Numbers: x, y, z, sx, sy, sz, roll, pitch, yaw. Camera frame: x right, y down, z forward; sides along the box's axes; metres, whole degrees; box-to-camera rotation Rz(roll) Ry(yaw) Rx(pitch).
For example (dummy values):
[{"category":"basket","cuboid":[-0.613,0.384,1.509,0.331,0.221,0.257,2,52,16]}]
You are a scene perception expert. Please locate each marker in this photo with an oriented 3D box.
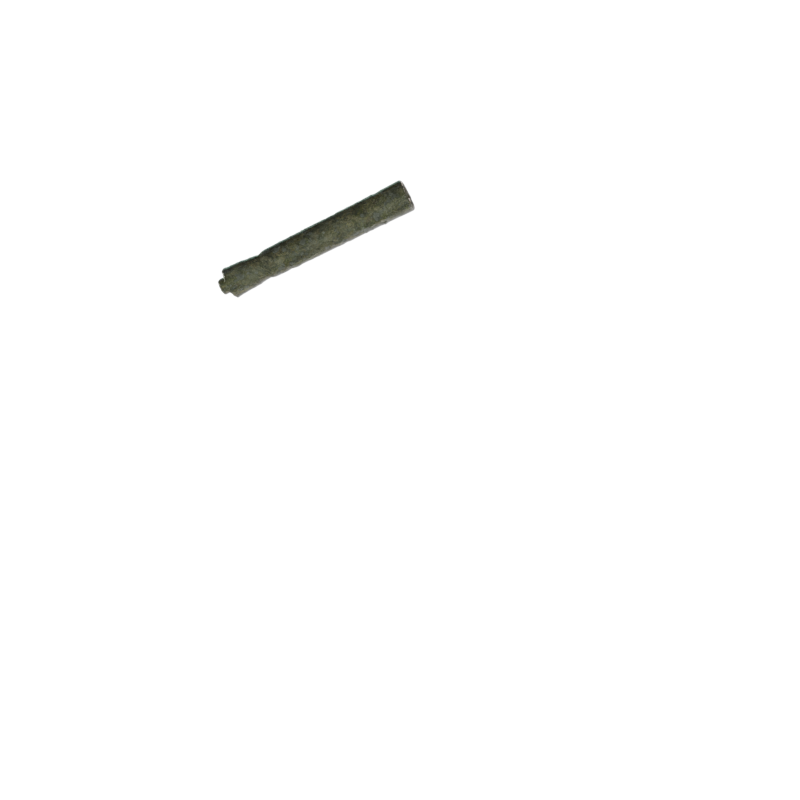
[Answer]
[{"category":"marker","cuboid":[-0.050,-0.090,0.634,0.121,0.020,0.020,-25,0,10]}]
